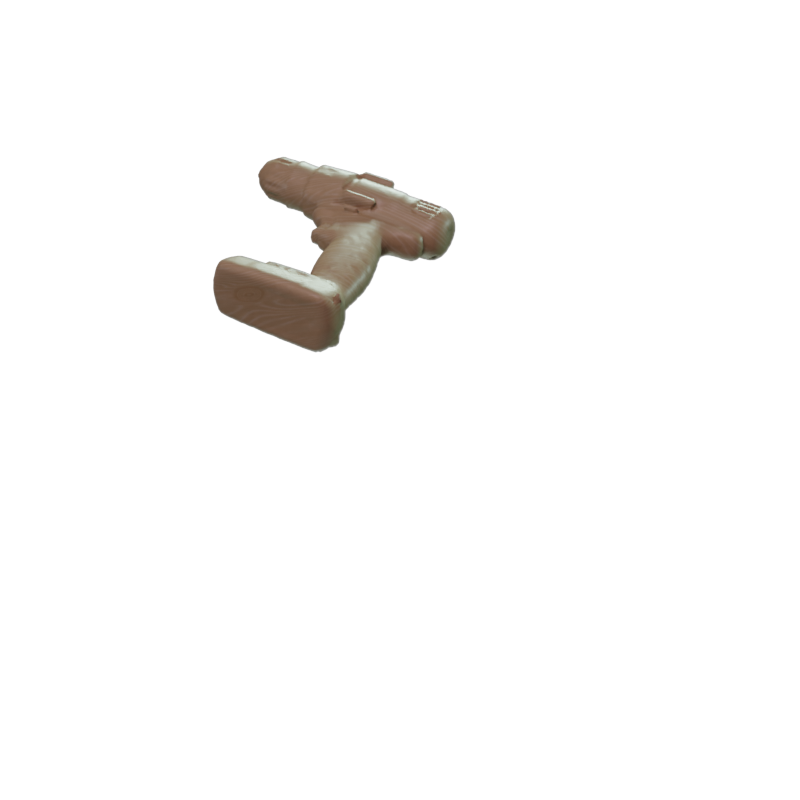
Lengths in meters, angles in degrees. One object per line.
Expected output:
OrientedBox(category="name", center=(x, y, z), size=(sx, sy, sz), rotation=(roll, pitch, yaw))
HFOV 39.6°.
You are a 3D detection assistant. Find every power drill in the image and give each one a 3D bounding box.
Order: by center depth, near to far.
OrientedBox(category="power drill", center=(-0.071, -0.129, 0.904), size=(0.192, 0.053, 0.193), rotation=(20, 44, 21))
